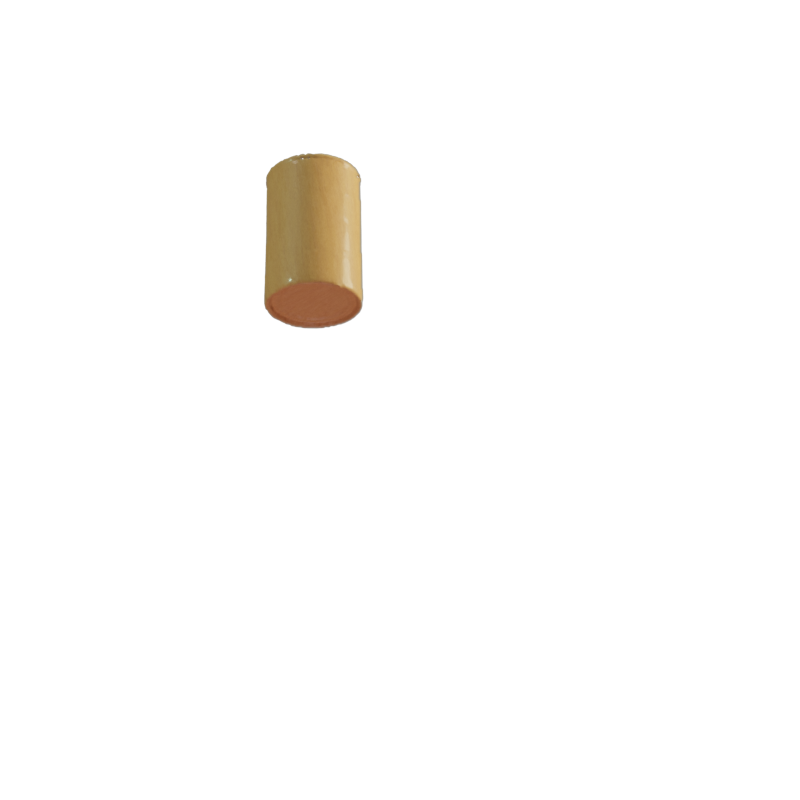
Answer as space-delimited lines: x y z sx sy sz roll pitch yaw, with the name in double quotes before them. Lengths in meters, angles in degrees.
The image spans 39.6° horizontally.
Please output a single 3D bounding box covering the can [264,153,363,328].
"can" -0.060 -0.109 0.763 0.068 0.109 0.064 0 -28 -2
